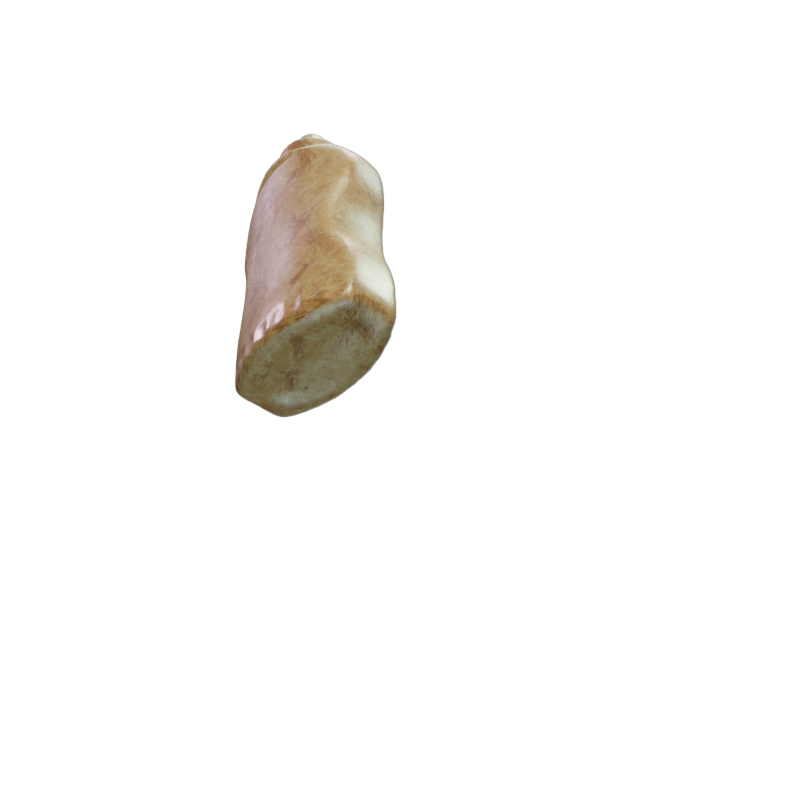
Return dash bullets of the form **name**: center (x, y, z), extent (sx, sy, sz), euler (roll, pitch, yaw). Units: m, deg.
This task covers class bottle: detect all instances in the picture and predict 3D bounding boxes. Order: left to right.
- **bottle**: center (-0.049, -0.089, 0.622), extent (0.055, 0.206, 0.094), euler (30, -55, -28)
